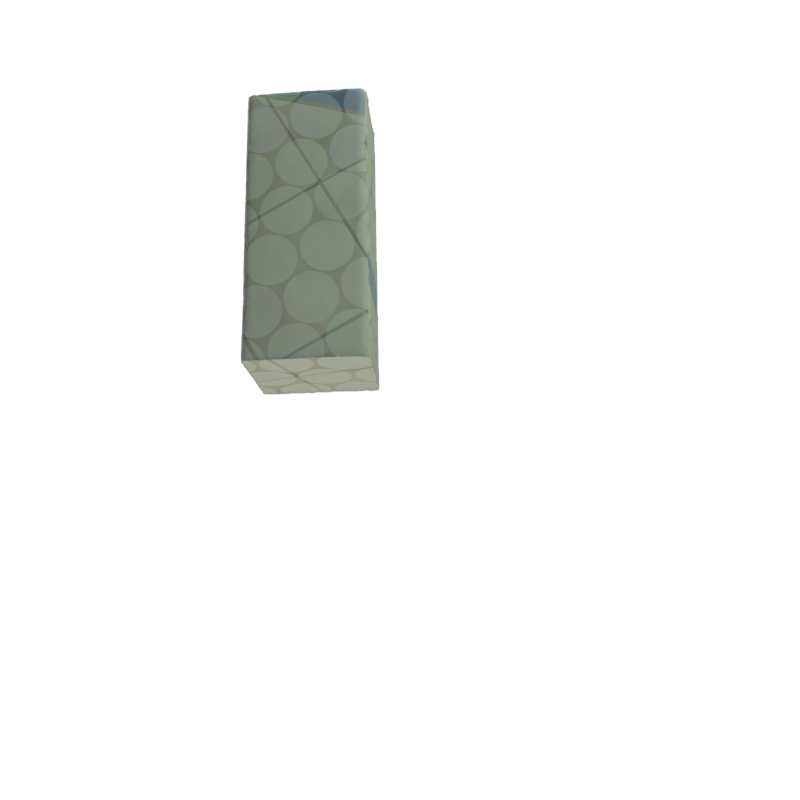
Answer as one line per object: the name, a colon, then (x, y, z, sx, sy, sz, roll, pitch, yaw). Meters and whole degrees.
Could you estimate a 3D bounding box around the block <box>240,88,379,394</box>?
block: (-0.064, -0.117, 0.821, 0.091, 0.217, 0.086, -3, -21, 4)
